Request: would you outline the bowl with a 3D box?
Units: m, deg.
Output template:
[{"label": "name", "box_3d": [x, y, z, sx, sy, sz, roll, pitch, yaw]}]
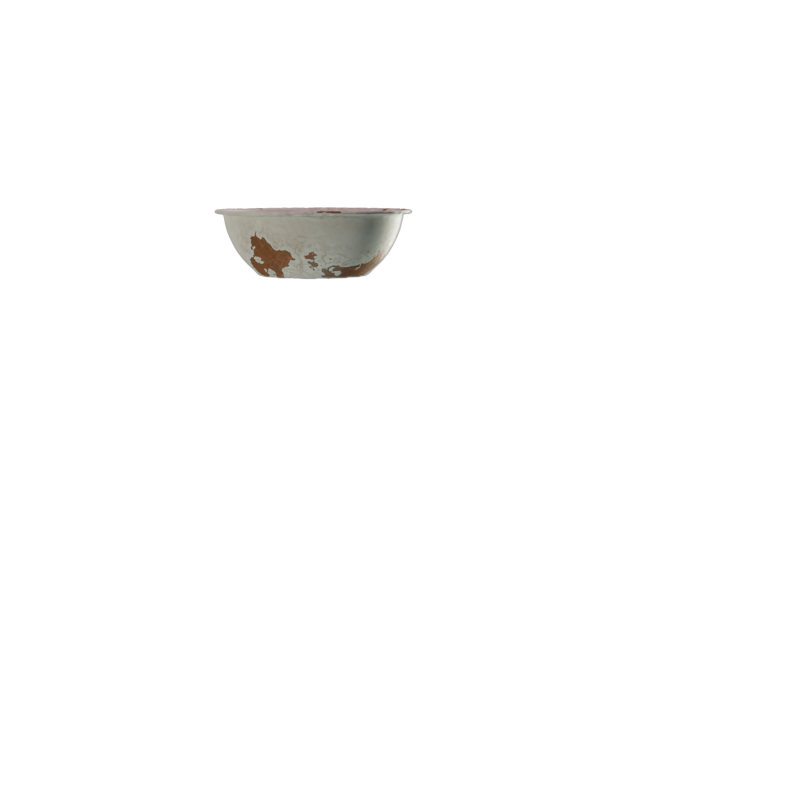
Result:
[{"label": "bowl", "box_3d": [-0.071, -0.130, 0.909, 0.162, 0.054, 0.165, 0, 10, -2]}]
